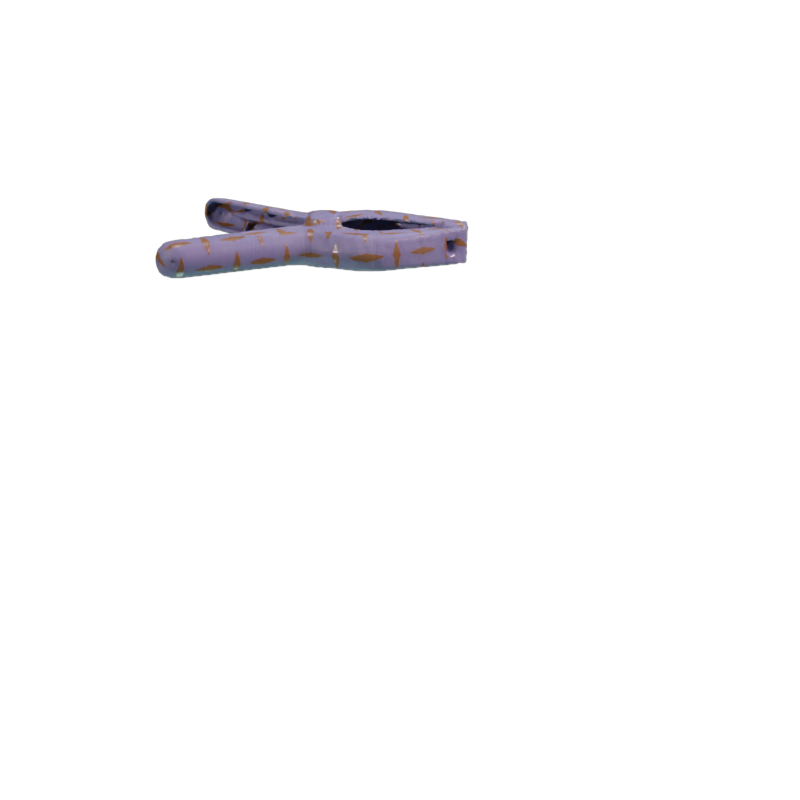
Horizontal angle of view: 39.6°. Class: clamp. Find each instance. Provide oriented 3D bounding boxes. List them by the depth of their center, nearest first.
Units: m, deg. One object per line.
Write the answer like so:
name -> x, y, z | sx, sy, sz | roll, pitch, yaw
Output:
clamp -> -0.061, -0.110, 0.774 | 0.214, 0.035, 0.169 | 5, 22, 11
